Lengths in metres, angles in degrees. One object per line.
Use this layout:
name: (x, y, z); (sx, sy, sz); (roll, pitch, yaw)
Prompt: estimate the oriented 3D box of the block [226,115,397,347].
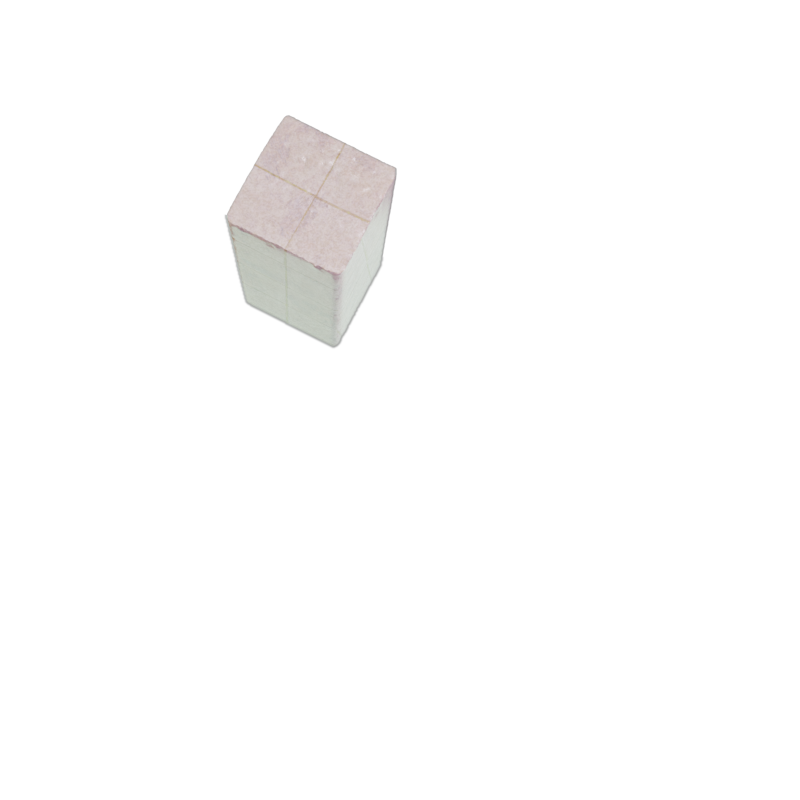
block: (-0.067, -0.120, 0.845); (0.092, 0.092, 0.199); (27, -13, 3)
